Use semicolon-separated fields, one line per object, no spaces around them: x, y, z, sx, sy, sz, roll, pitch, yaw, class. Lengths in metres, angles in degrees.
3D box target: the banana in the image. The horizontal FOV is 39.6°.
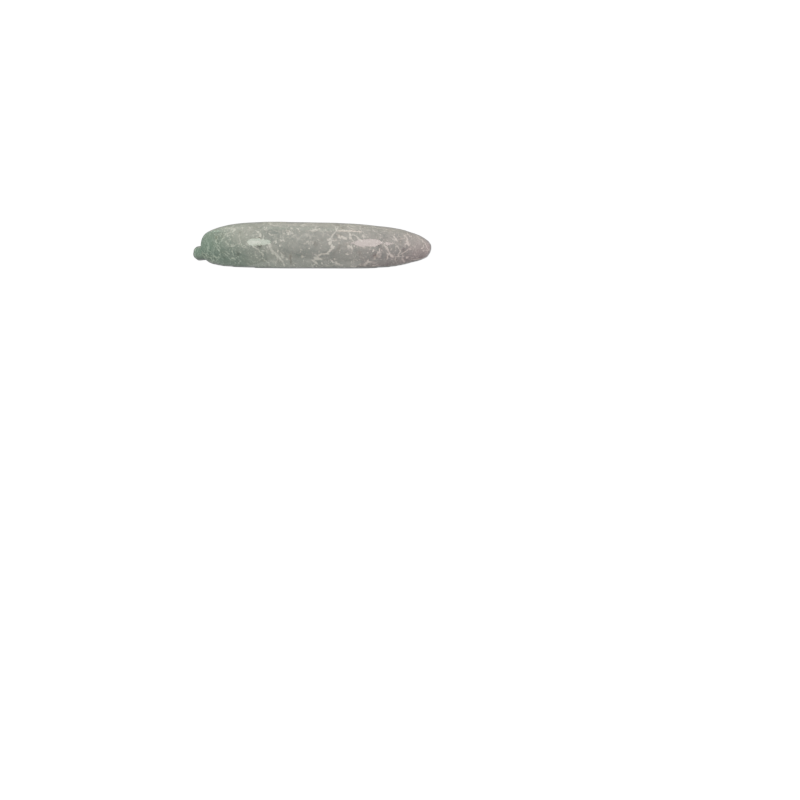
-0.076;-0.124;0.883;0.200;0.036;0.070;2;12;7;banana
